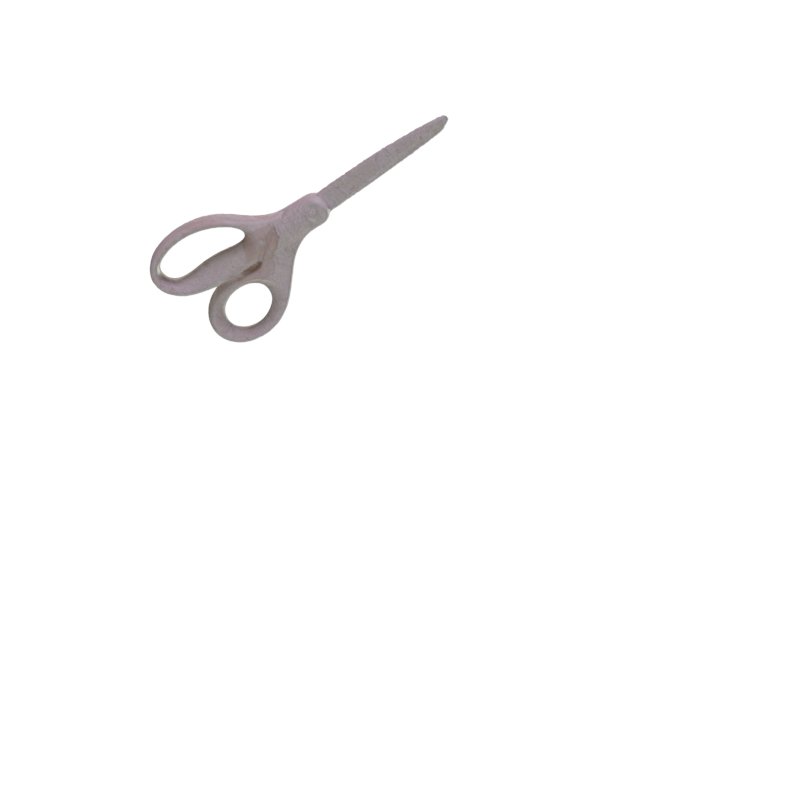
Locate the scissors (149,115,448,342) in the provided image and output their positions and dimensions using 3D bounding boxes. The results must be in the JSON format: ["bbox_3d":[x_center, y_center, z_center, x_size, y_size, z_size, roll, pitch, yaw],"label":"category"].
[{"bbox_3d":[-0.052,-0.096,0.669,0.202,0.090,0.017,-18,28,10],"label":"scissors"}]
